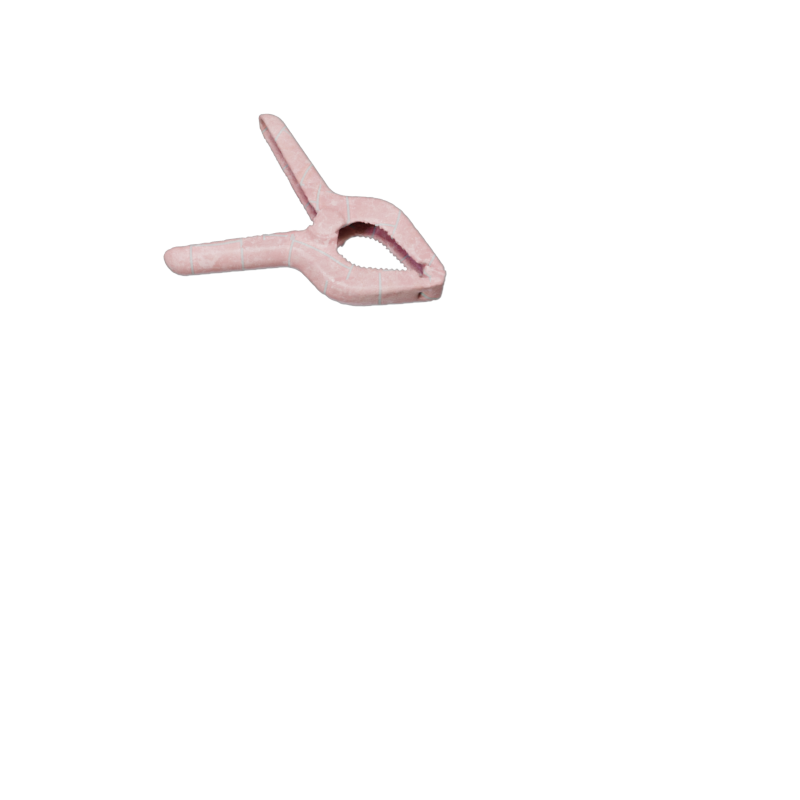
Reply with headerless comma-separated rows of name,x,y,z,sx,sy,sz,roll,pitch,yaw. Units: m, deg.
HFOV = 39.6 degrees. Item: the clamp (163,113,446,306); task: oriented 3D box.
clamp,-0.068,-0.123,0.864,0.218,0.169,0.034,30,-25,15
